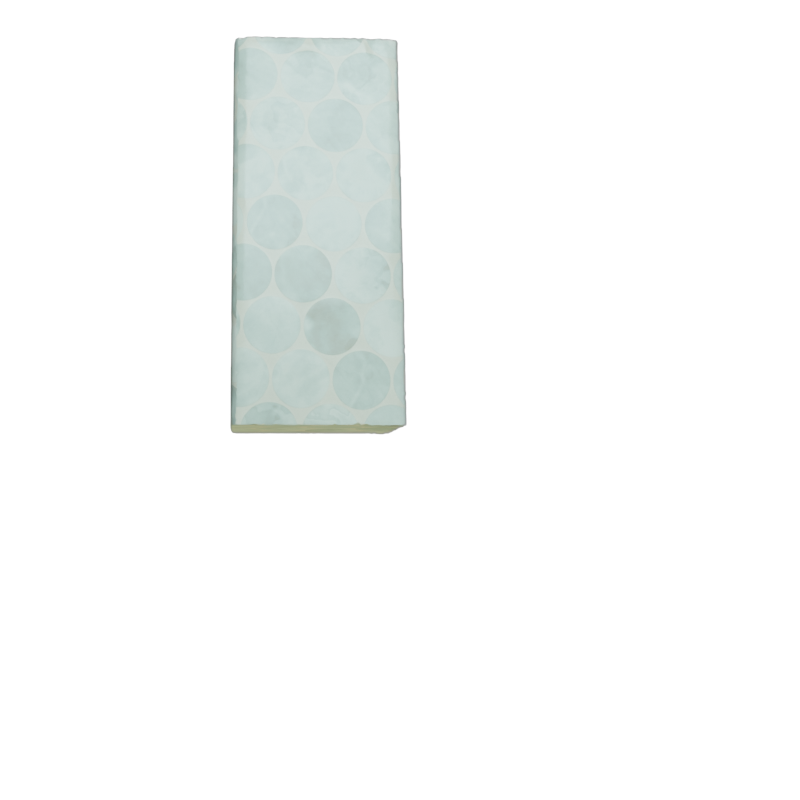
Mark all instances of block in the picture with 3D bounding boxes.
[{"bbox_3d":[-0.048,-0.088,0.615,0.090,0.212,0.088,0,-11,-6],"label":"block"}]
